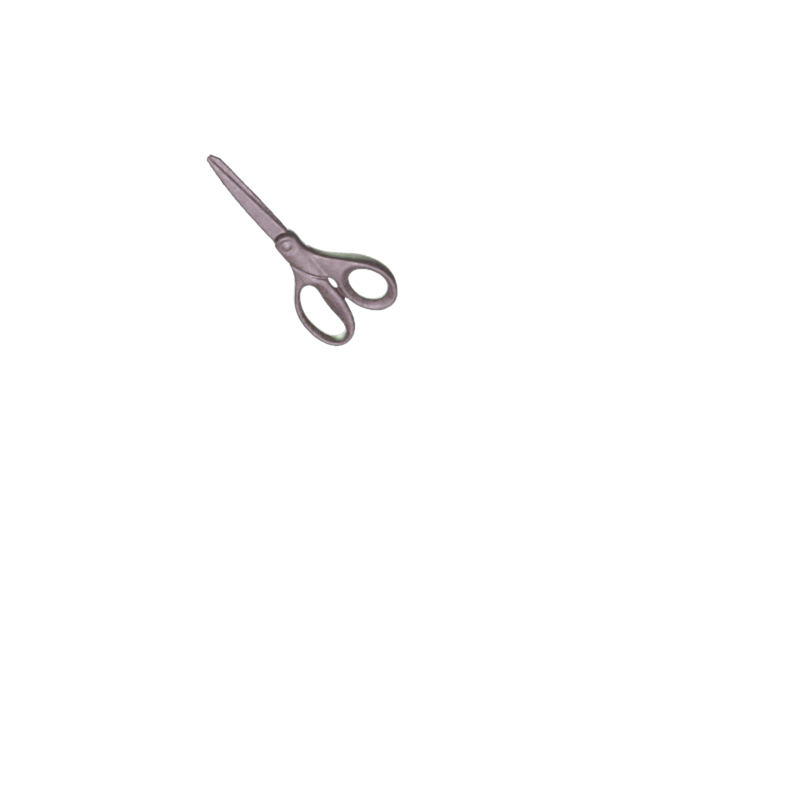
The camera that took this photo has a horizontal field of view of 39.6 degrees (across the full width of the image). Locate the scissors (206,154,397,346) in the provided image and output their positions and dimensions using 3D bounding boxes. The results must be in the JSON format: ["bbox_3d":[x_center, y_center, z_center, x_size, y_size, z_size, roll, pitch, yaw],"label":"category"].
[{"bbox_3d":[-0.069,-0.126,0.885,0.097,0.188,0.017,-18,32,11],"label":"scissors"}]
